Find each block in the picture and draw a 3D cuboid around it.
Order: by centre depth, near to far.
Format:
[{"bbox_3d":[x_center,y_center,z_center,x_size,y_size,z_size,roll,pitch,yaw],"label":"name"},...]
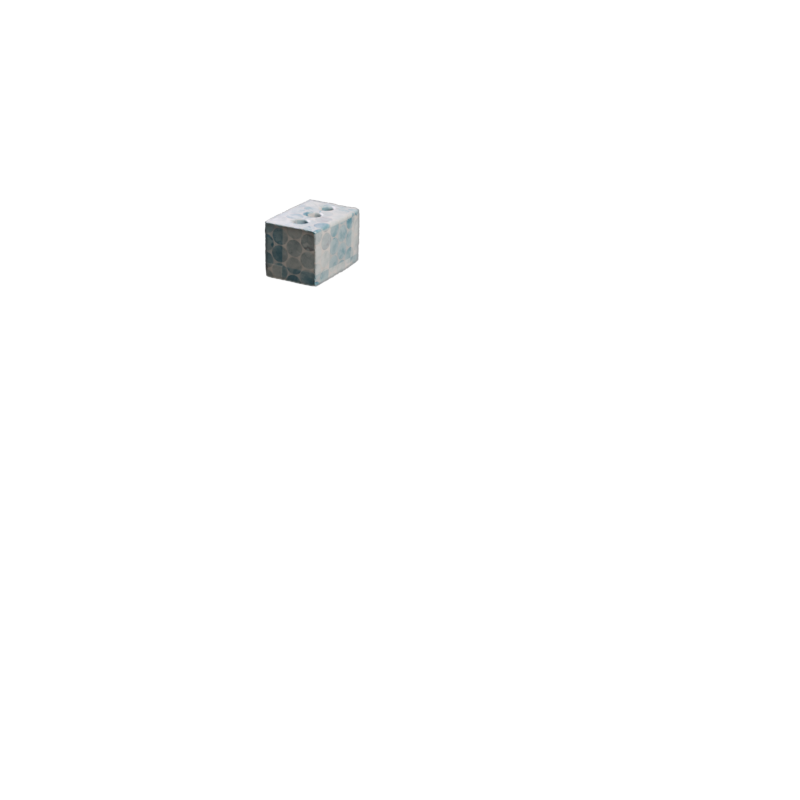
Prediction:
[{"bbox_3d":[-0.076,-0.138,0.967,0.055,0.049,0.079,12,27,25],"label":"block"}]
